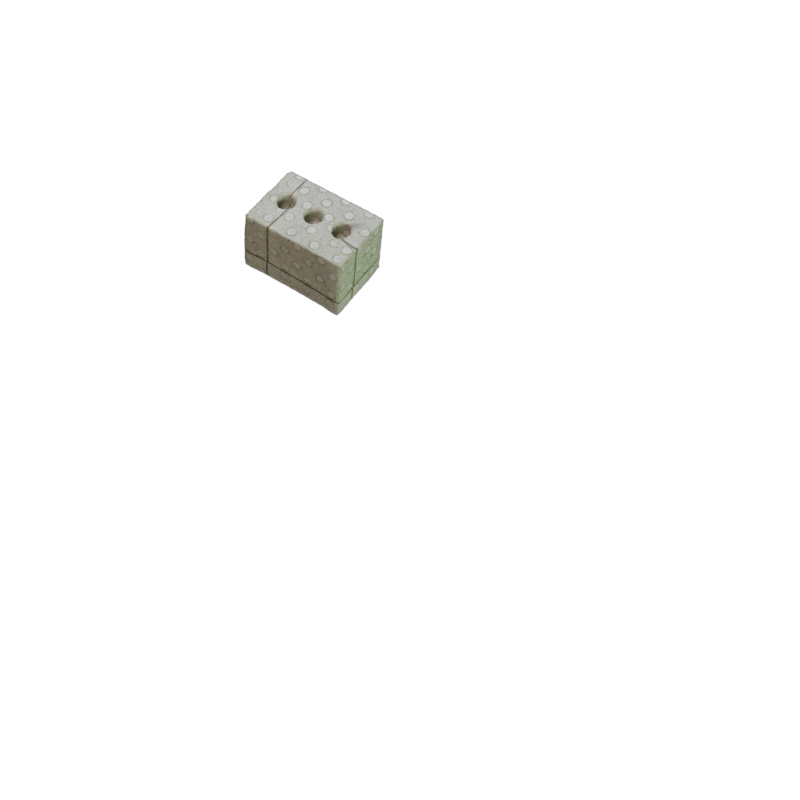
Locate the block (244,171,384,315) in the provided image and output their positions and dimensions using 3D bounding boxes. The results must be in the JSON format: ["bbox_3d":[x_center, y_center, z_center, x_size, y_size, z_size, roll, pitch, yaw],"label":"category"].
[{"bbox_3d":[-0.057,-0.104,0.732,0.082,0.054,0.048,29,-33,20],"label":"block"}]
